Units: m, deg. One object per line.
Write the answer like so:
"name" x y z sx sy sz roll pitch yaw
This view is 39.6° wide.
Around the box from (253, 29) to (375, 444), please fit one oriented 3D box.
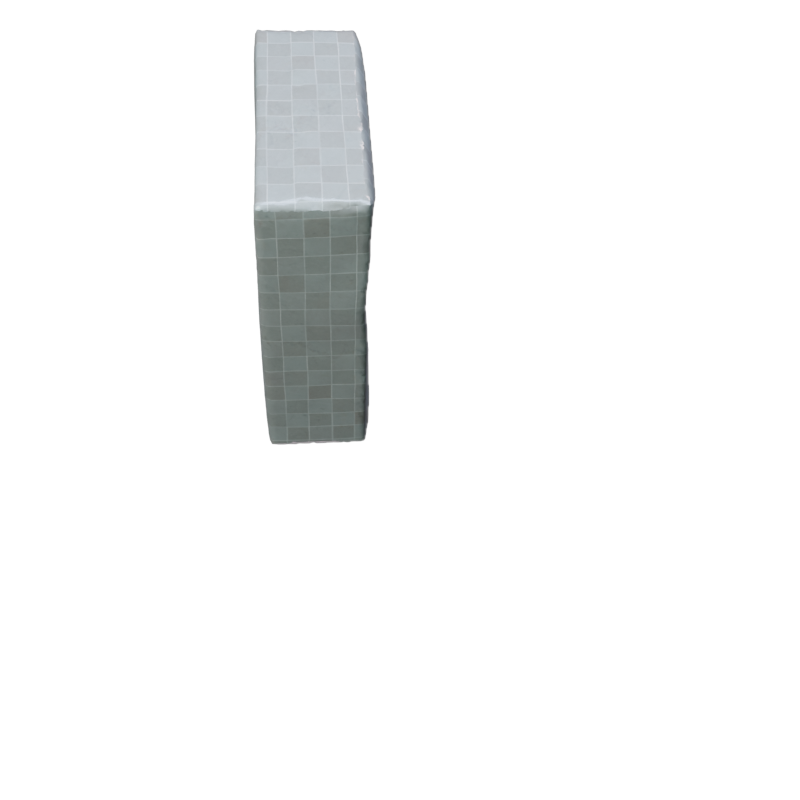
"box" -0.055 -0.100 0.700 0.071 0.177 0.199 -2 -41 -5
